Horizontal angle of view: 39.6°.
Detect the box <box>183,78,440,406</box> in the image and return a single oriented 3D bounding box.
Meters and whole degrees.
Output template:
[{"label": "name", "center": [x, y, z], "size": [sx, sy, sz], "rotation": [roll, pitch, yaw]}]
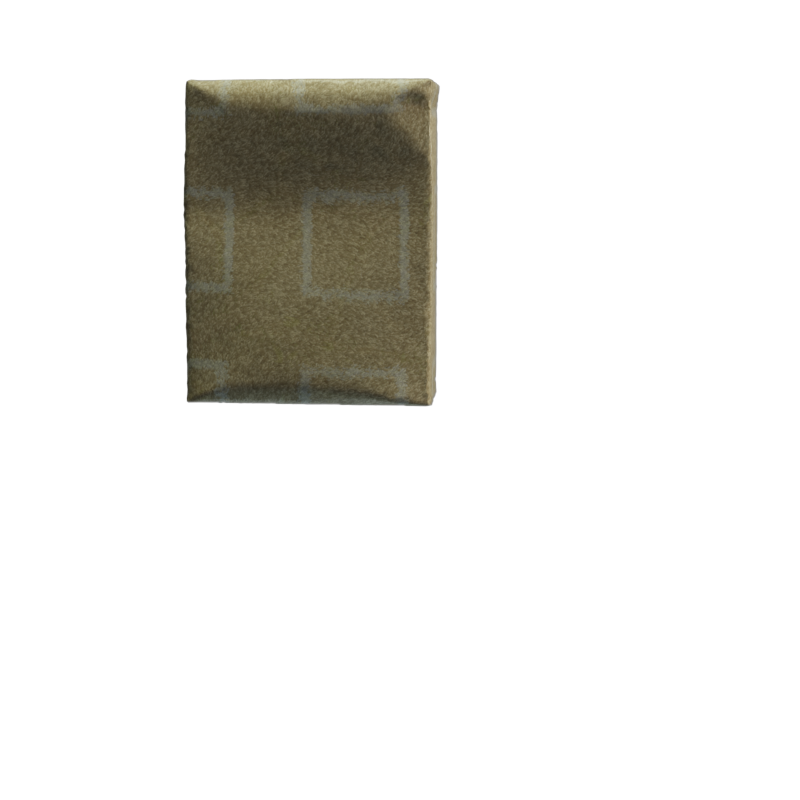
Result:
[{"label": "box", "center": [-0.058, -0.105, 0.737], "size": [0.166, 0.211, 0.072], "rotation": [1, 5, 7]}]
